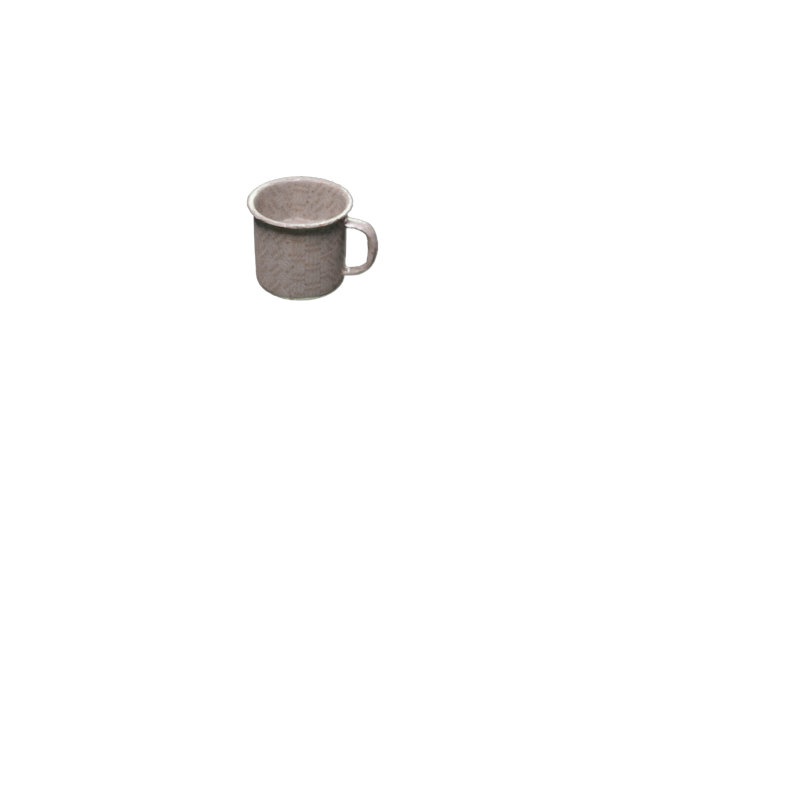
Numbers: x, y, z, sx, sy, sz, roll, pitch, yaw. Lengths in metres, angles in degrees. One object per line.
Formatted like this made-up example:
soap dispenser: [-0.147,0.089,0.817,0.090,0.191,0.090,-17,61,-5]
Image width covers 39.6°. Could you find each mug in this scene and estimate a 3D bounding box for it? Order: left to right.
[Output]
mug: [-0.077,-0.140,0.982,0.119,0.076,0.098,8,35,10]
